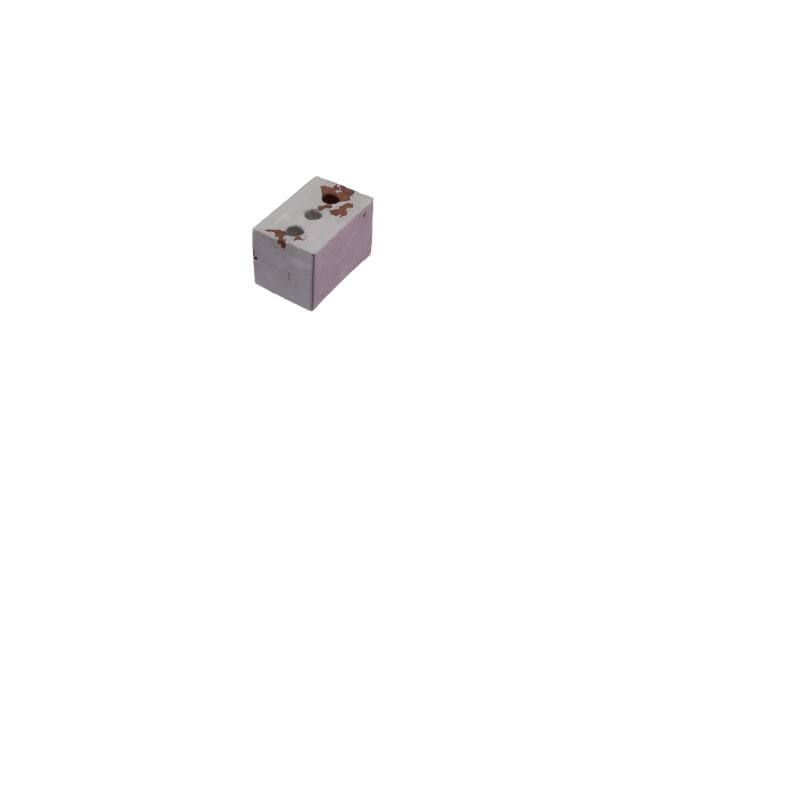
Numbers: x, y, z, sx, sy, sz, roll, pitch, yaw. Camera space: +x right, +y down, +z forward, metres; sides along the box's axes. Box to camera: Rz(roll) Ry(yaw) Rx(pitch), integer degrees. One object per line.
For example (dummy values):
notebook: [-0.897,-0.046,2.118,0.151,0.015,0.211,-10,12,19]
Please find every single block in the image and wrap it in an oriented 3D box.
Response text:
block: [-0.061,-0.111,0.780,0.055,0.048,0.080,23,48,22]
